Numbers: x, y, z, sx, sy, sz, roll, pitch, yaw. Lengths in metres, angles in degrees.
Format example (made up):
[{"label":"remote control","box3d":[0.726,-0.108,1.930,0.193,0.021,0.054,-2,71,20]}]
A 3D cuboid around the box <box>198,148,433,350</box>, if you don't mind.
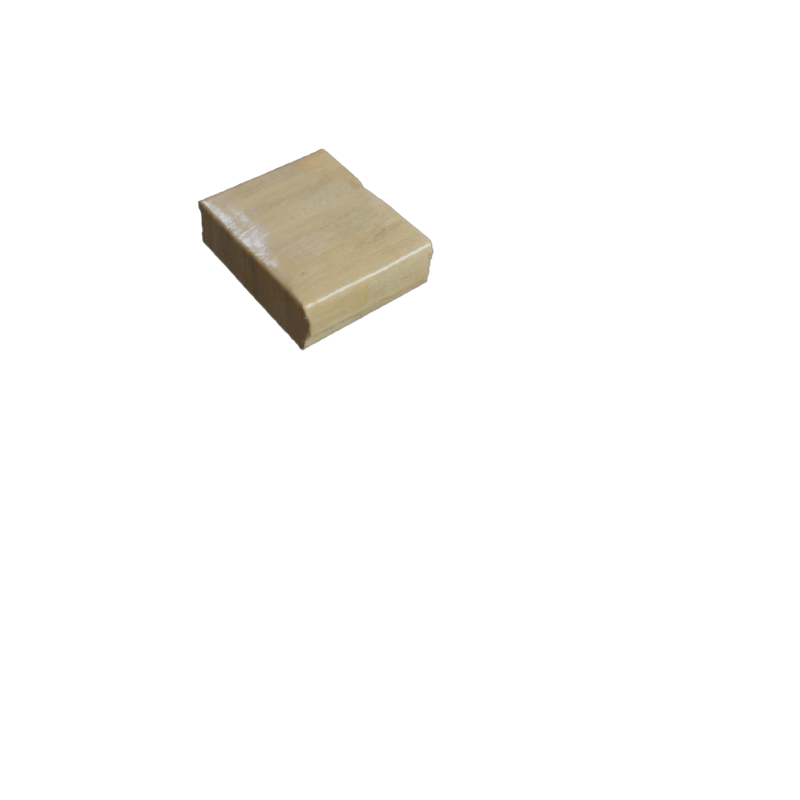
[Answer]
[{"label":"box","box3d":[-0.040,-0.074,0.518,0.073,0.028,0.096,-28,53,-24]}]
